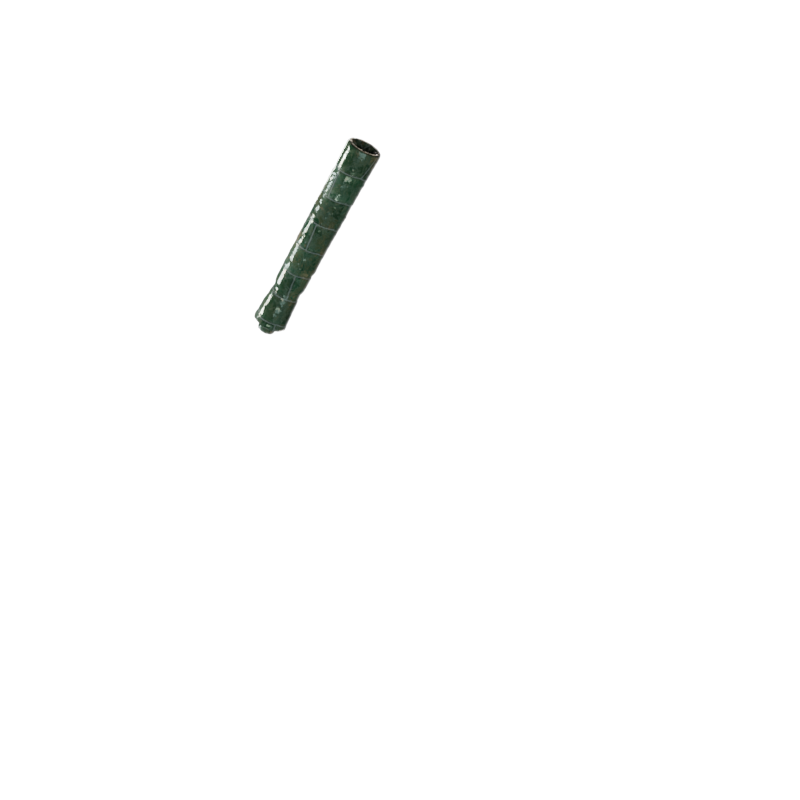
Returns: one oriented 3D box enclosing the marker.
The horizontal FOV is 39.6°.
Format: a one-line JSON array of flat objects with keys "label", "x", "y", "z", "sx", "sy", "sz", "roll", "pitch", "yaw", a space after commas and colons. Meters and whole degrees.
[{"label": "marker", "x": -0.046, "y": -0.085, "z": 0.592, "sx": 0.019, "sy": 0.117, "sz": 0.021, "roll": 25, "pitch": 25, "yaw": -16}]
